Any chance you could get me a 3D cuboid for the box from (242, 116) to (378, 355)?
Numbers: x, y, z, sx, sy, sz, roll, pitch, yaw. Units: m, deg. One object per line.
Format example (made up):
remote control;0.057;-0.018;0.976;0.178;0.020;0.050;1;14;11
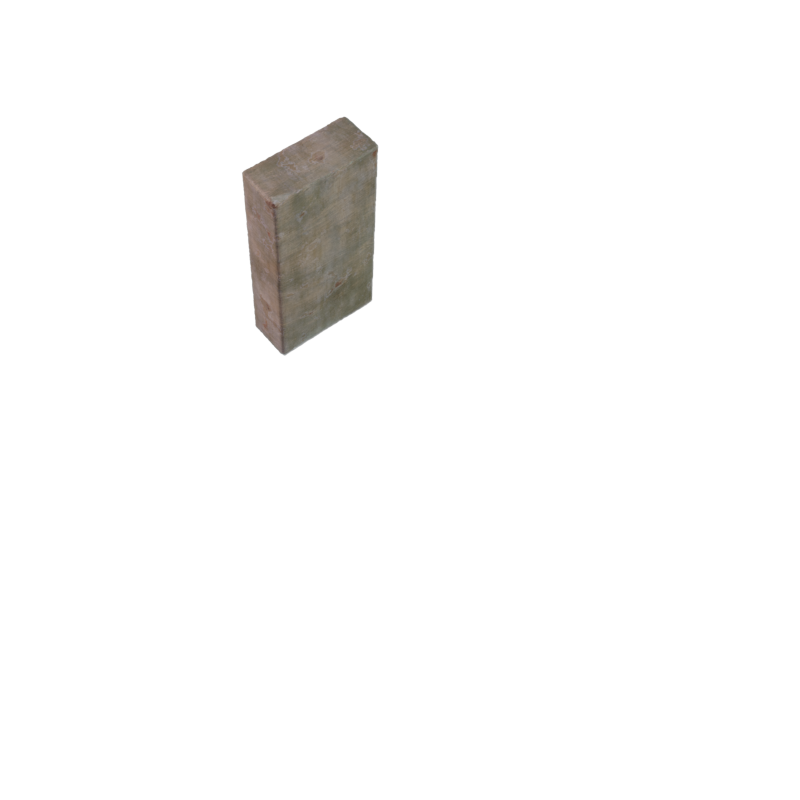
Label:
box;-0.064;-0.117;0.821;0.094;0.051;0.165;-34;-25;-23
